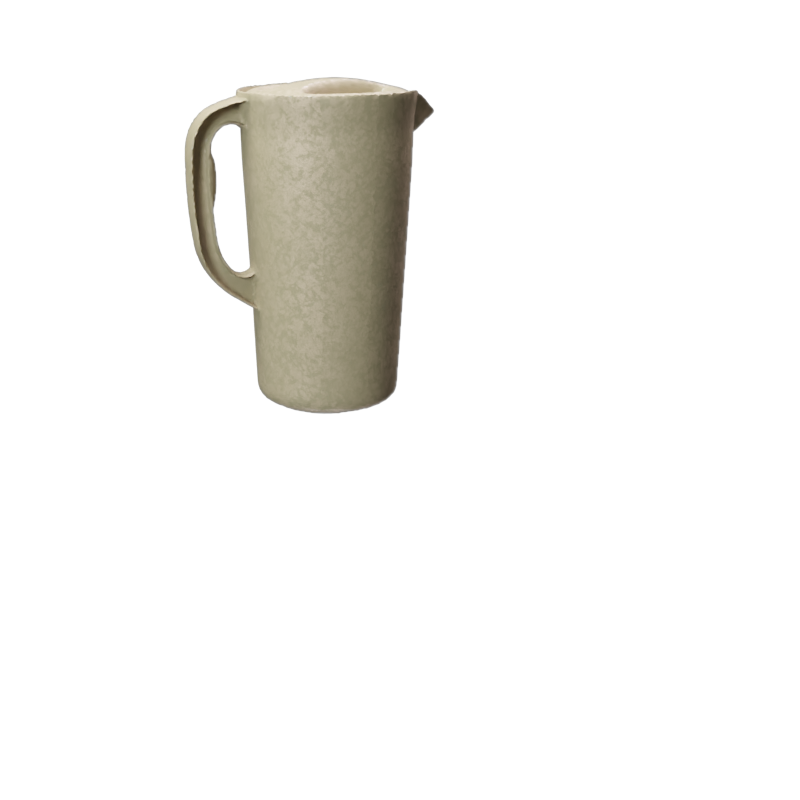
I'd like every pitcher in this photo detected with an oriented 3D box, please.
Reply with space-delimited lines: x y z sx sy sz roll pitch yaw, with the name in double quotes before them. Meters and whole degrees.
"pitcher" -0.065 -0.119 0.832 0.154 0.236 0.145 7 15 22
